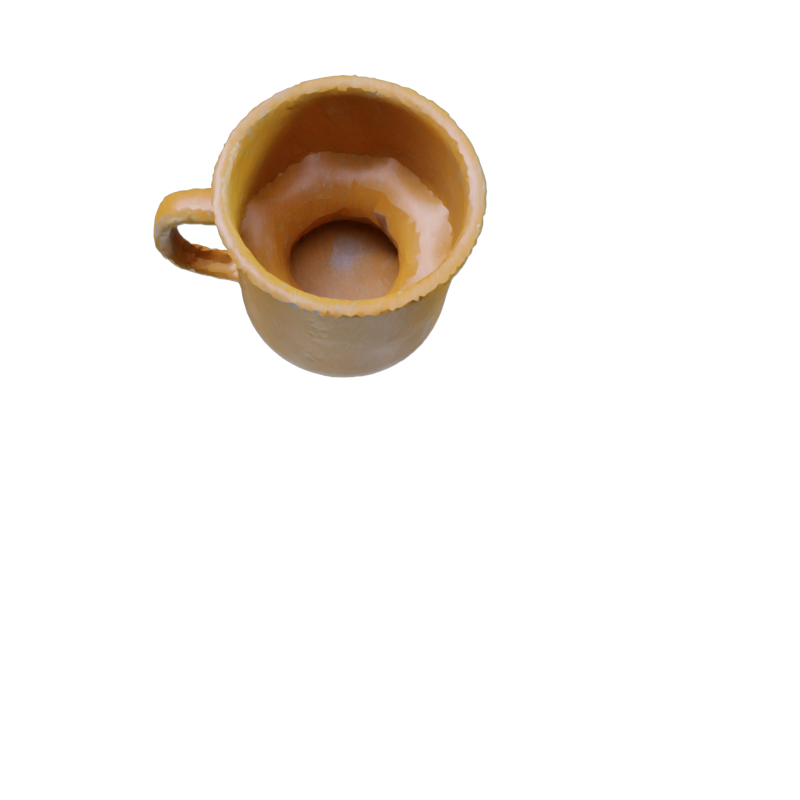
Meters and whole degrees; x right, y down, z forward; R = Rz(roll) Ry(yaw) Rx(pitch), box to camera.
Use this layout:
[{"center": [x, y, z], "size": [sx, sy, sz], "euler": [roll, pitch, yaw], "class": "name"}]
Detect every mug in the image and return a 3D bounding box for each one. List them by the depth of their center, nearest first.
[{"center": [-0.032, -0.058, 0.409], "size": [0.117, 0.098, 0.077], "euler": [-1, -23, -2], "class": "mug"}]
